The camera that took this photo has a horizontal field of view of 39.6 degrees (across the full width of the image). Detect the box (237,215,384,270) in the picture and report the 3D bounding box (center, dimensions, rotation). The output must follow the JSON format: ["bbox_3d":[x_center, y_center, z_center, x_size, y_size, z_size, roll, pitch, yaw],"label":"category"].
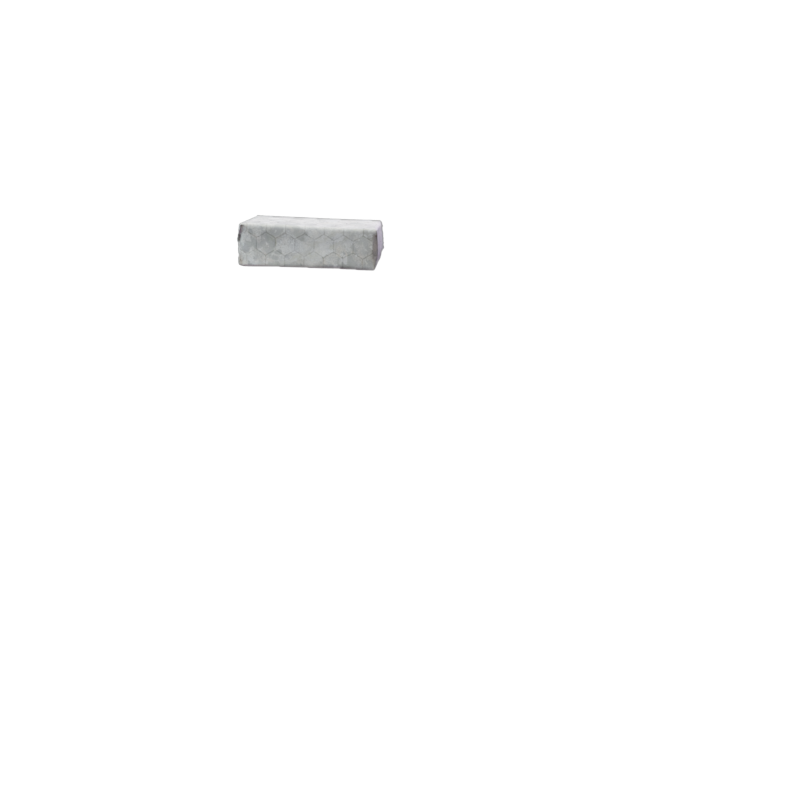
[{"bbox_3d":[-0.072,-0.131,0.917,0.114,0.038,0.091,1,11,4],"label":"box"}]
